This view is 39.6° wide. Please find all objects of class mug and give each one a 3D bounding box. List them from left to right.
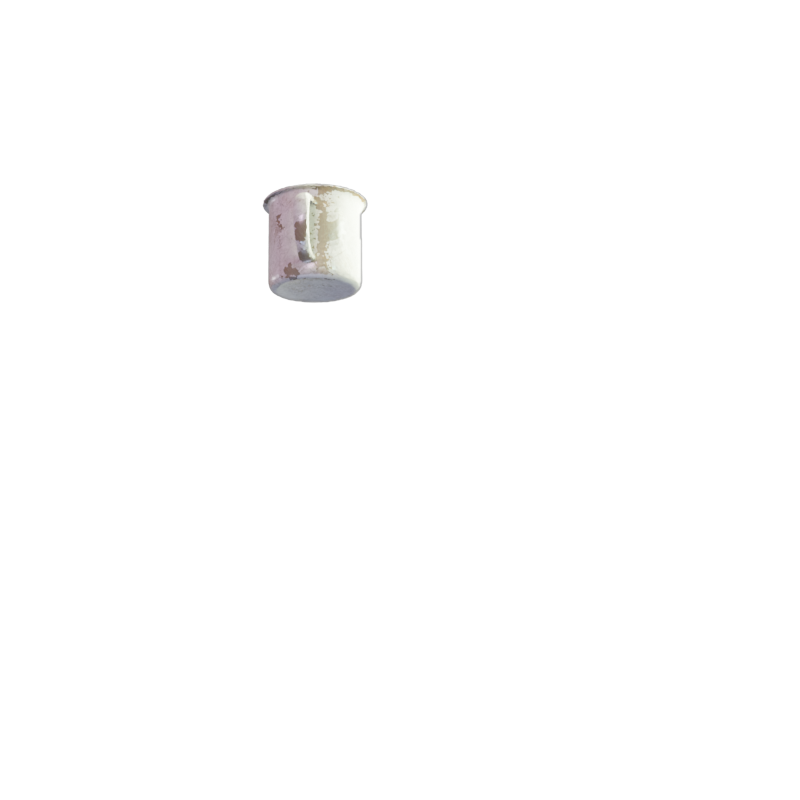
[{"bbox_3d":[-0.075,-0.137,0.960,0.094,0.085,0.112,-2,-16,5],"label":"mug"}]
